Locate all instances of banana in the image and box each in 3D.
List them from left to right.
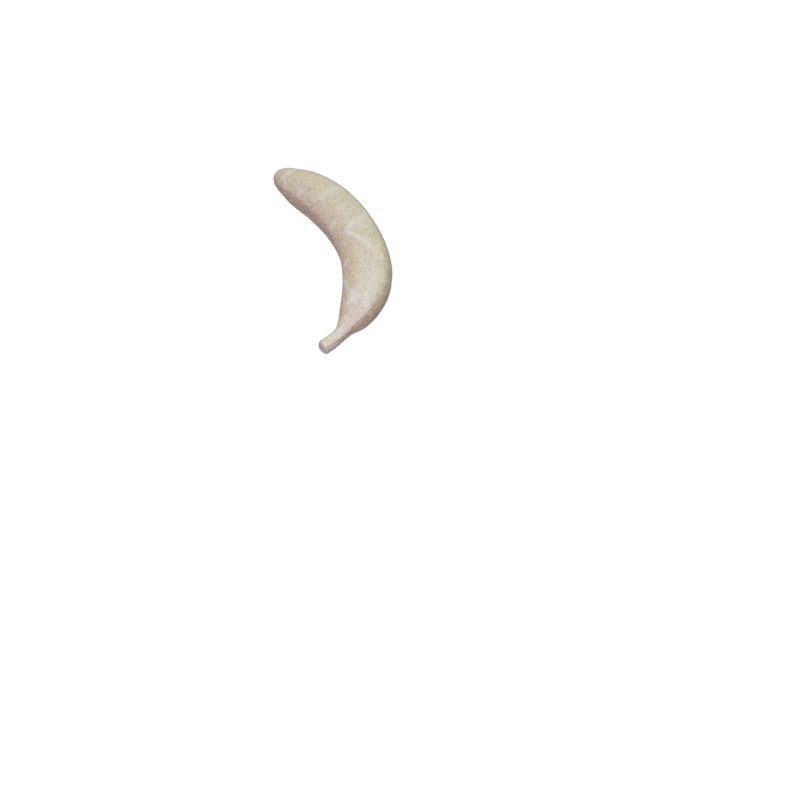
[{"bbox_3d":[-0.048,-0.121,0.851,0.069,0.214,0.034,-9,-43,-10],"label":"banana"}]
